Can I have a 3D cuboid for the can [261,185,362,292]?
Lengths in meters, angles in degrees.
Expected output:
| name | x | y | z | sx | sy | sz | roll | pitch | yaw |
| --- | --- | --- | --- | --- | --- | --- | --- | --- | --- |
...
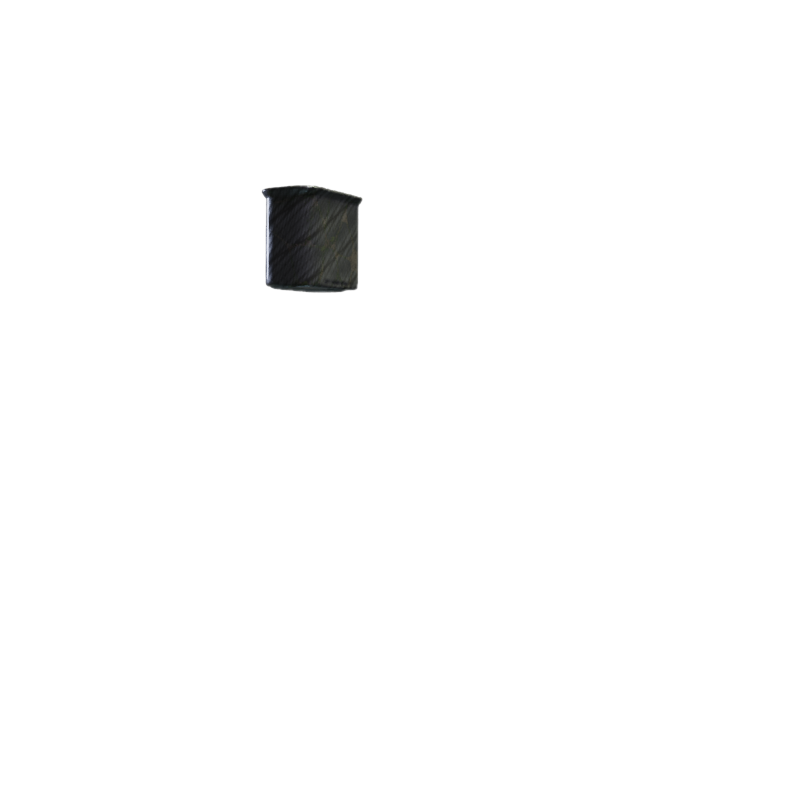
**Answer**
| name | x | y | z | sx | sy | sz | roll | pitch | yaw |
| --- | --- | --- | --- | --- | --- | --- | --- | --- | --- |
| can | -0.075 | -0.137 | 0.958 | 0.059 | 0.085 | 0.098 | -2 | -1 | 28 |
